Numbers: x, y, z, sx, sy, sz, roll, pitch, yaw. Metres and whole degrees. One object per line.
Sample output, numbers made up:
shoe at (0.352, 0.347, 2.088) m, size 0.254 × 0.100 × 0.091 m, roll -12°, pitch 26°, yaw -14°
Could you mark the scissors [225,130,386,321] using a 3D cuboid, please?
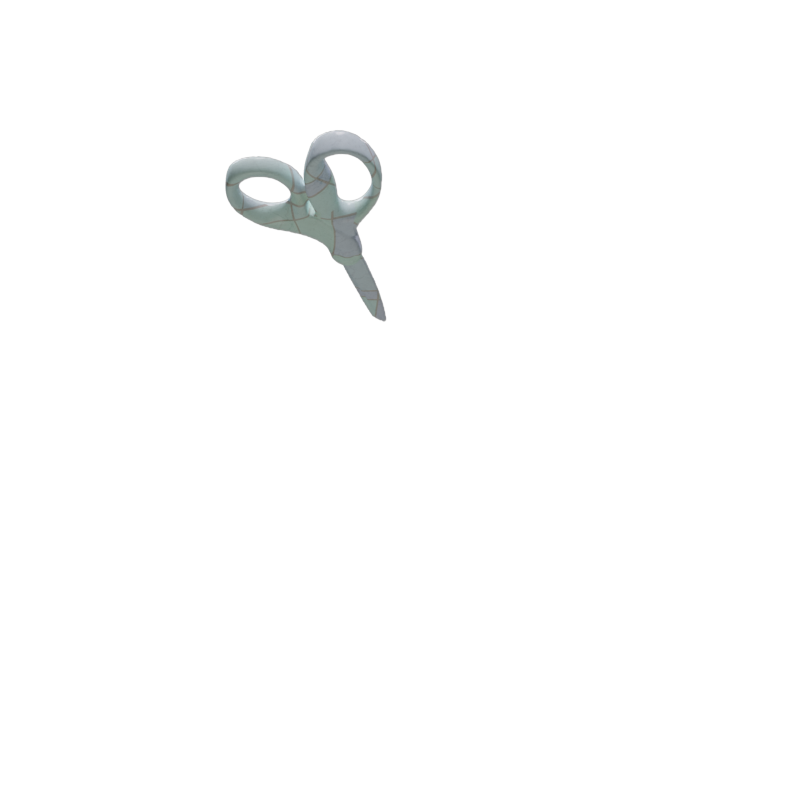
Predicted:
scissors at (-0.052, -0.095, 0.667) m, size 0.096 × 0.017 × 0.190 m, roll 1°, pitch -26°, yaw -2°
